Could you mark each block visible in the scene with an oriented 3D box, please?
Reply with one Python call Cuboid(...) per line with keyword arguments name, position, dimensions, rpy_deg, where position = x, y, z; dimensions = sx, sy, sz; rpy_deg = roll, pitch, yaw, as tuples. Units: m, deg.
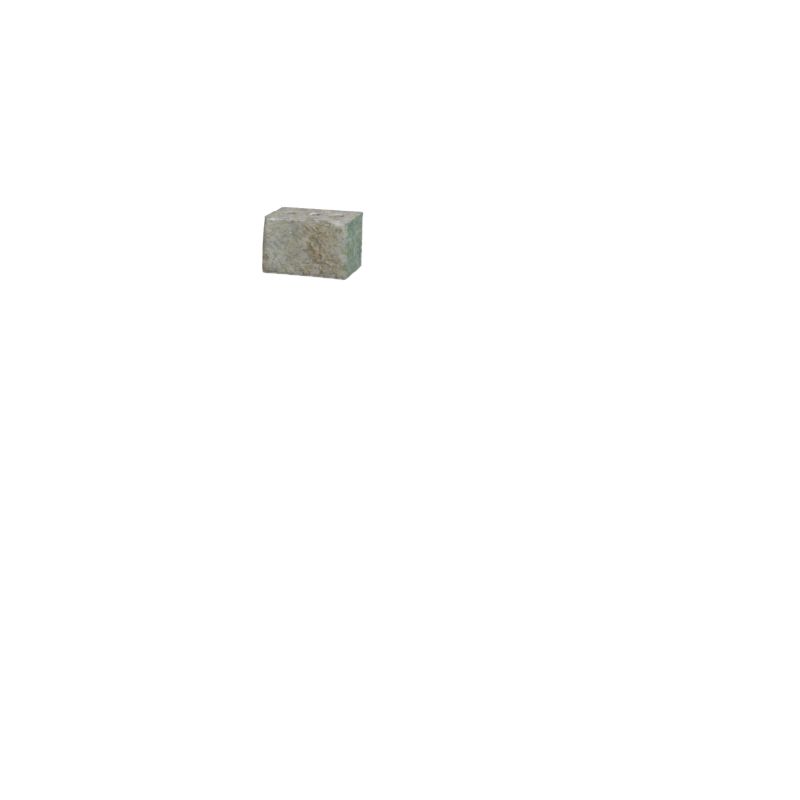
Cuboid(name="block", position=(-0.076, -0.139, 0.972), dimensions=(0.080, 0.049, 0.053), rpy_deg=(6, 18, 16))
